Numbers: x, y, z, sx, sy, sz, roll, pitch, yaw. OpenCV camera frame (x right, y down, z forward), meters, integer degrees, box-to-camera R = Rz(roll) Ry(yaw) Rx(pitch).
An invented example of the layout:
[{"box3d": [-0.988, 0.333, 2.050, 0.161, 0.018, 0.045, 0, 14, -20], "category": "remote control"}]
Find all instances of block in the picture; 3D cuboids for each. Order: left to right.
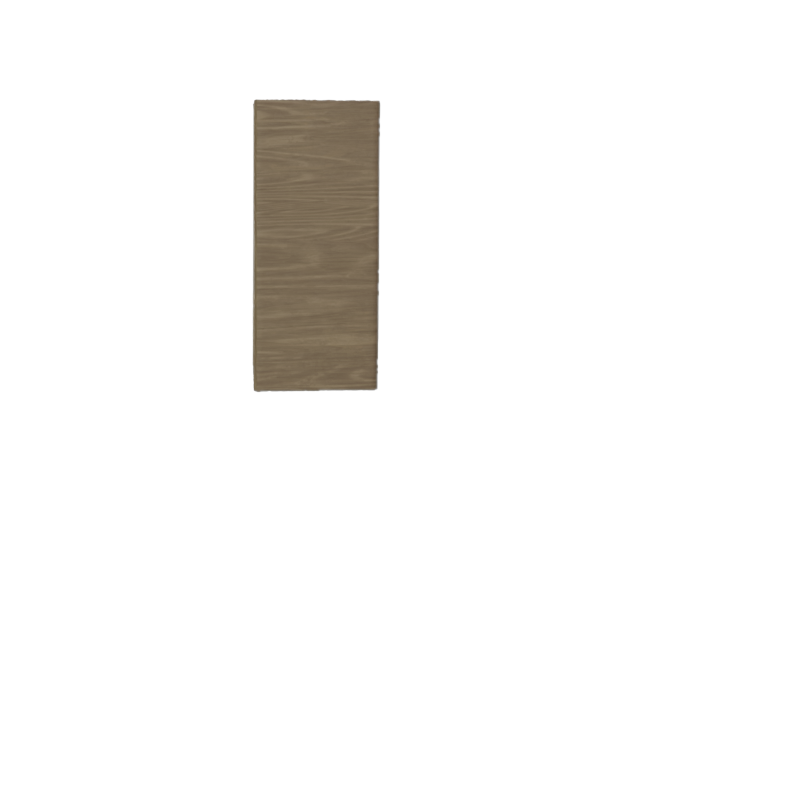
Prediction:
[{"box3d": [-0.064, -0.118, 0.823, 0.090, 0.204, 0.092, 0, 6, -6], "category": "block"}]
